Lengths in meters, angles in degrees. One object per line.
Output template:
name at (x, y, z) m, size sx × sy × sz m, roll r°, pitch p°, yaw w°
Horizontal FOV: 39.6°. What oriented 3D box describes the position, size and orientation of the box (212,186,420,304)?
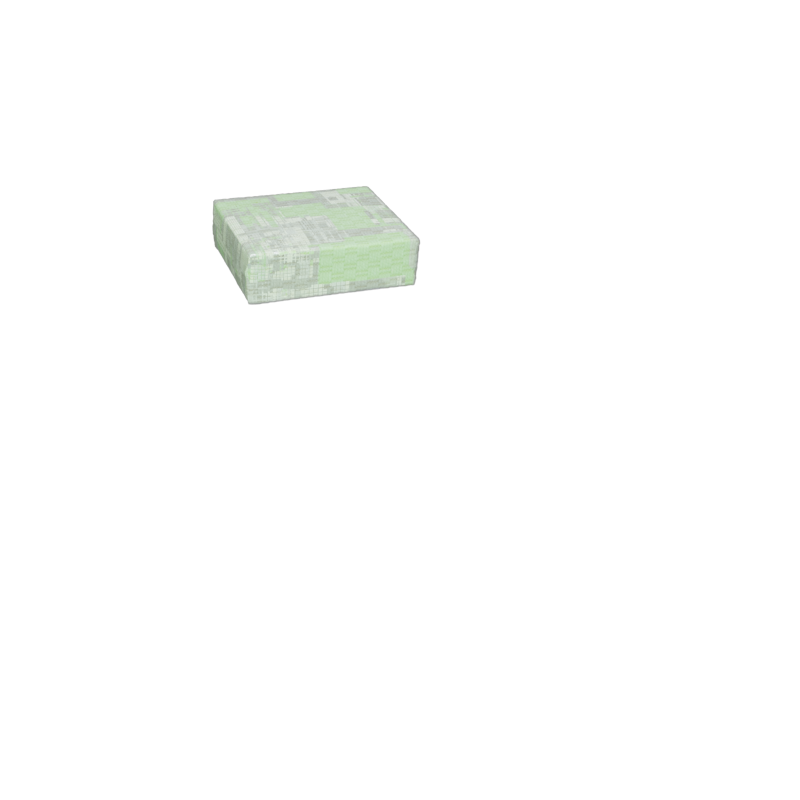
box at (-0.056, -0.102, 0.711) m, size 0.112 × 0.037 × 0.097 m, roll -11°, pitch 32°, yaw -18°
